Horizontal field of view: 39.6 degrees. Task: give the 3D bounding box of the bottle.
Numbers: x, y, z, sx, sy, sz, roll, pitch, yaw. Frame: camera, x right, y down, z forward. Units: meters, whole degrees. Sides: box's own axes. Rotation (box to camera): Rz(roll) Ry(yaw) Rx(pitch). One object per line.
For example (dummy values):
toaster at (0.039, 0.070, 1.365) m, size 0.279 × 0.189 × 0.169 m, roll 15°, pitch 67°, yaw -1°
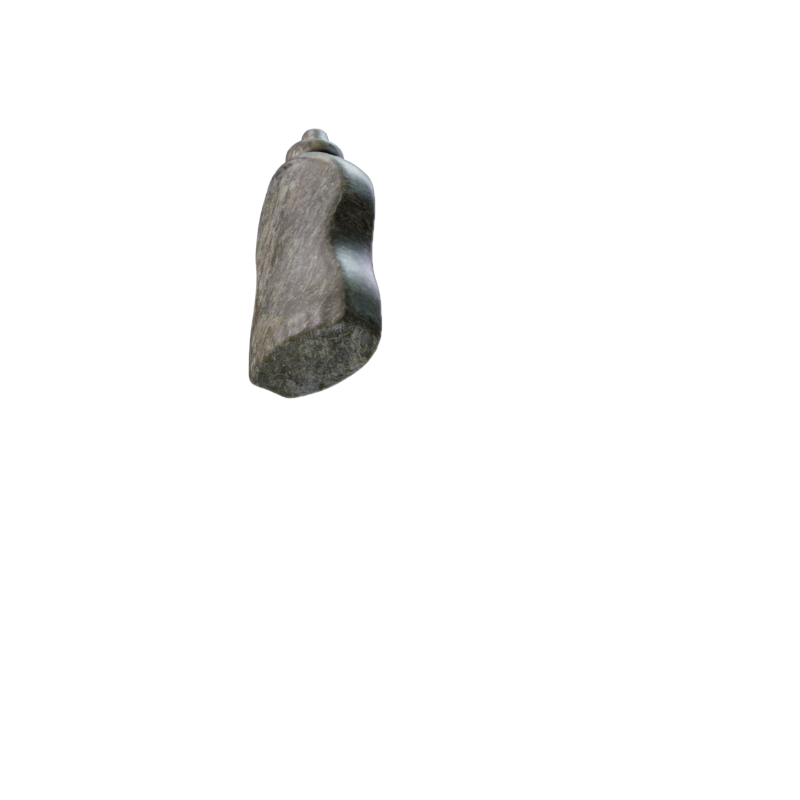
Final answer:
bottle at (-0.056, -0.104, 0.726) m, size 0.055 × 0.205 × 0.095 m, roll 24°, pitch -43°, yaw -33°
